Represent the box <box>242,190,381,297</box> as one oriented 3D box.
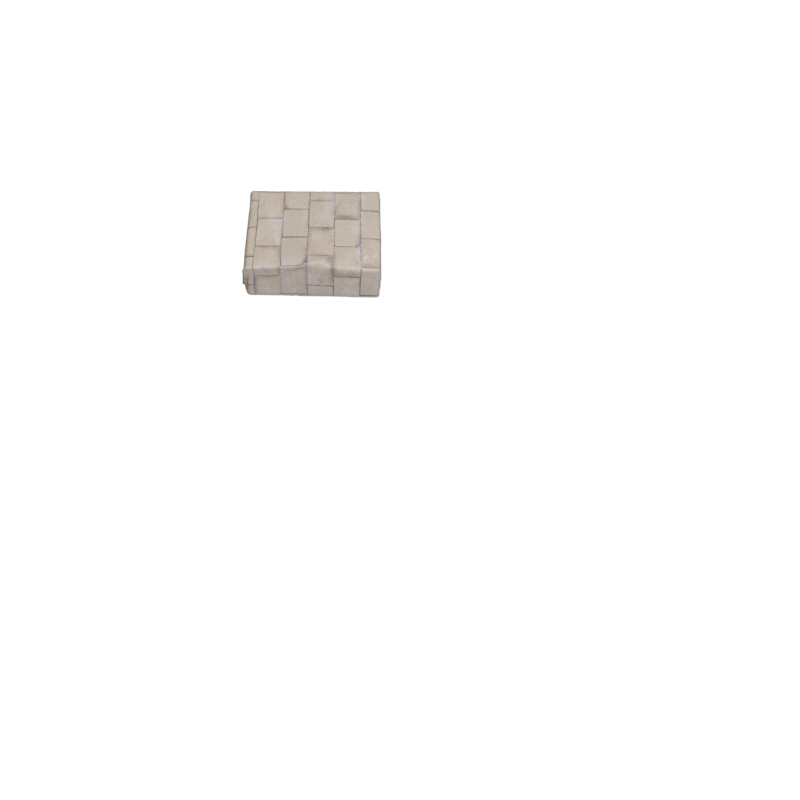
[{"bbox_3d":[-0.058,-0.105,0.733,0.089,0.078,0.028,1,-40,0],"label":"box"}]
